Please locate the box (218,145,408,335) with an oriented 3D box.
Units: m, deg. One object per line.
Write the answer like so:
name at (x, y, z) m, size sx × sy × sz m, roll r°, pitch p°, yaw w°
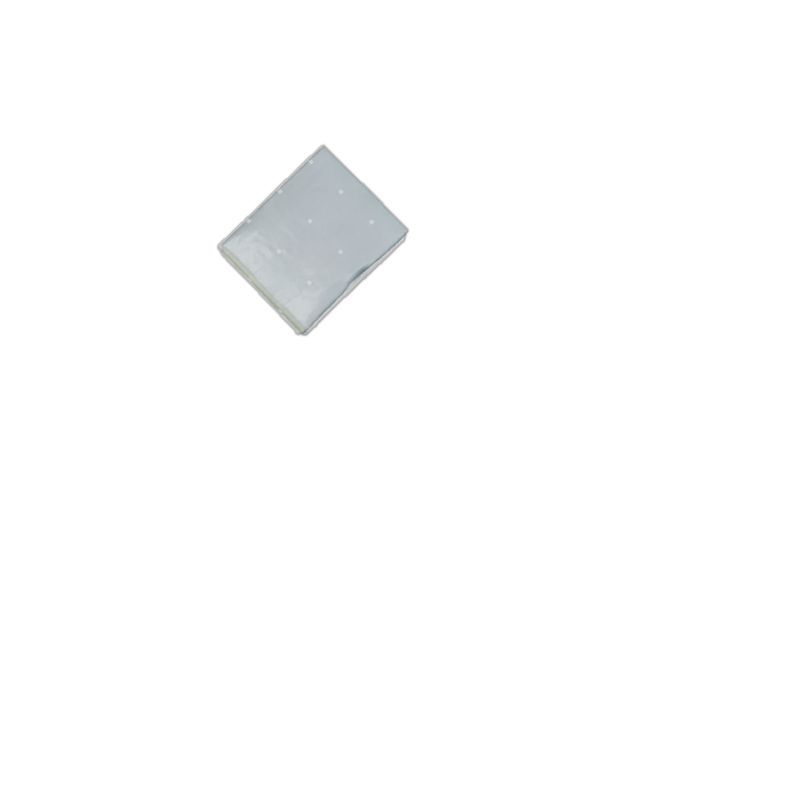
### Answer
box at (-0.052, -0.094, 0.659) m, size 0.090 × 0.075 × 0.029 m, roll -44°, pitch -7°, yaw -7°
